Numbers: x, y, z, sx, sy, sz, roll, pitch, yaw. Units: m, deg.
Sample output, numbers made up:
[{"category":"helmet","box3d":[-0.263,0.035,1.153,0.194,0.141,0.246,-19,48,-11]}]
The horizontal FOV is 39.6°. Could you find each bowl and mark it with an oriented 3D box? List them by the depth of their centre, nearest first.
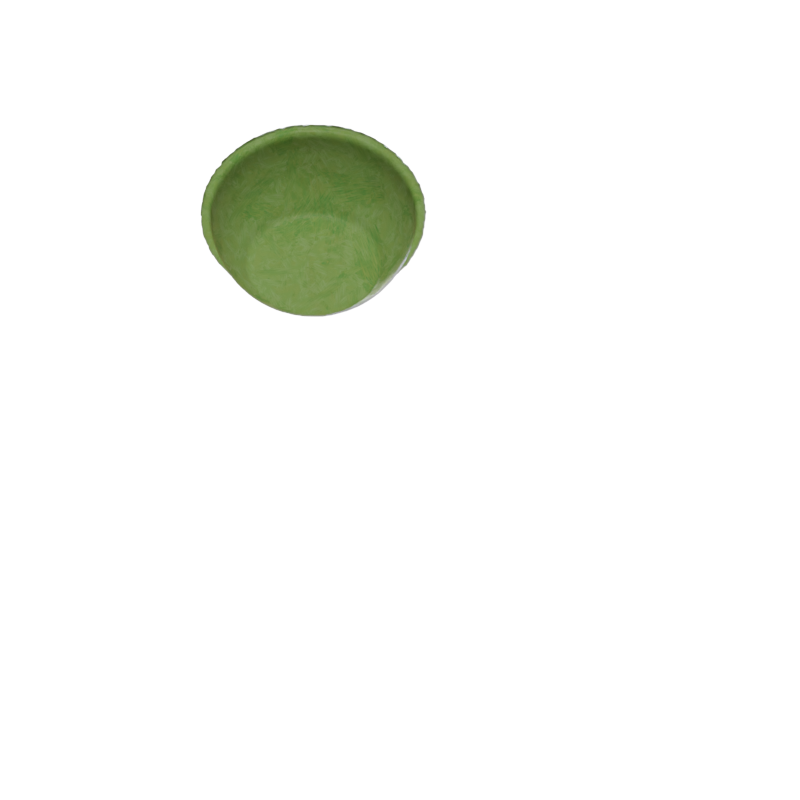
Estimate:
[{"category":"bowl","box3d":[-0.061,-0.111,0.777,0.162,0.151,0.059,1,42,-1]}]
